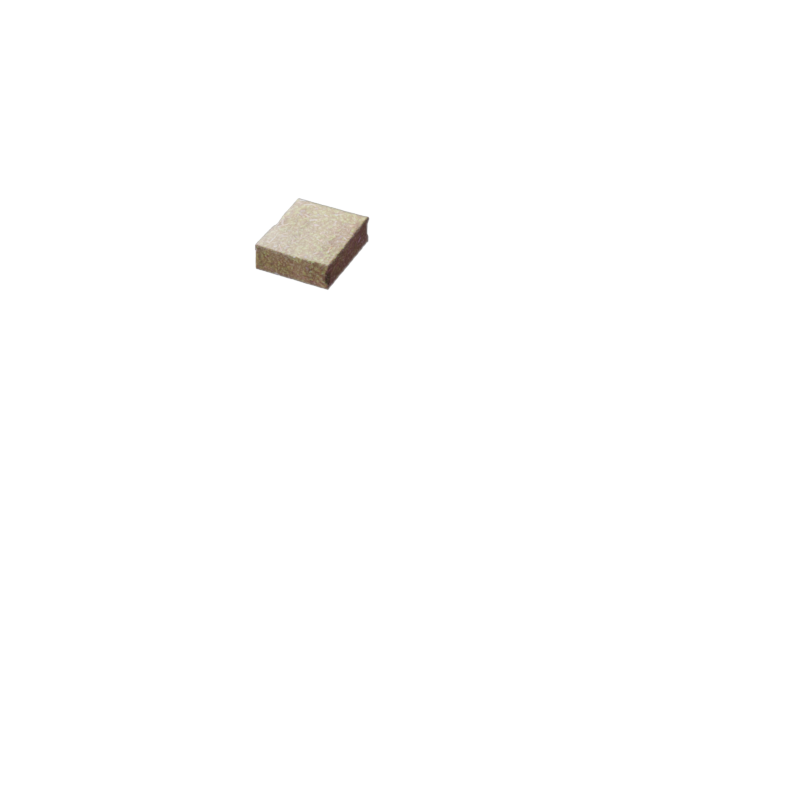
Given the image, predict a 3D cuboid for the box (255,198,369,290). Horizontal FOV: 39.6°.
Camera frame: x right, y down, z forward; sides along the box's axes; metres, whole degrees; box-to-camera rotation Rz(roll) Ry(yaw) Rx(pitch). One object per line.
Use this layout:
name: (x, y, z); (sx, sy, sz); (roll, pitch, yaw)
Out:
box: (-0.078, -0.142, 0.996); (0.076, 0.028, 0.092); (17, 43, 18)
